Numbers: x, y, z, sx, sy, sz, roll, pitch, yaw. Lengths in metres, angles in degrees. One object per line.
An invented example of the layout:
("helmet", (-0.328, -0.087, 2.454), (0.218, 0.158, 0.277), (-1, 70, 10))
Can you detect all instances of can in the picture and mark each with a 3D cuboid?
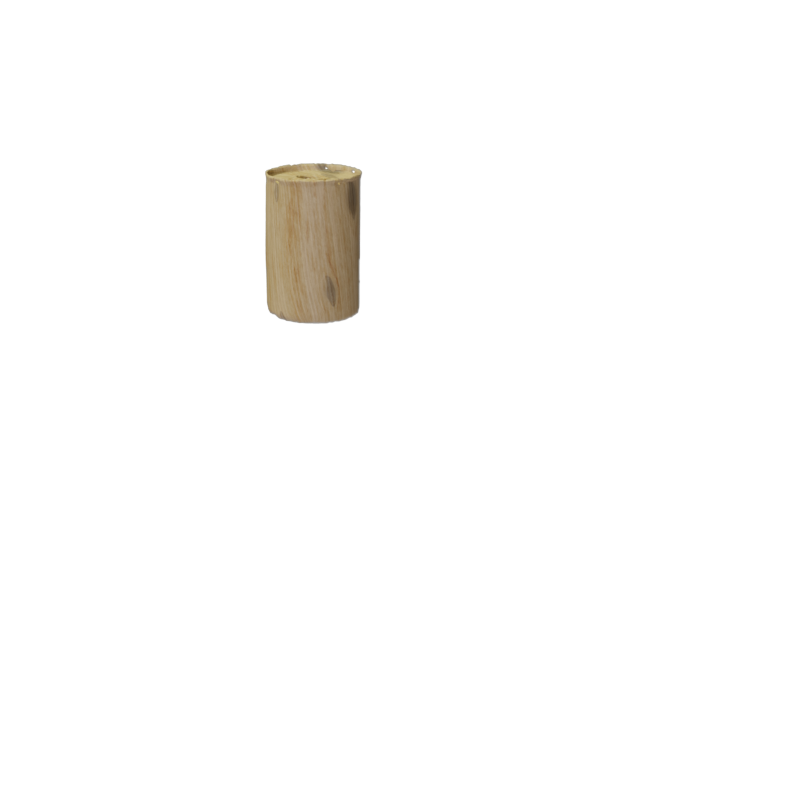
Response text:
("can", (-0.062, -0.112, 0.787), (0.068, 0.099, 0.071), (0, 16, -2))
